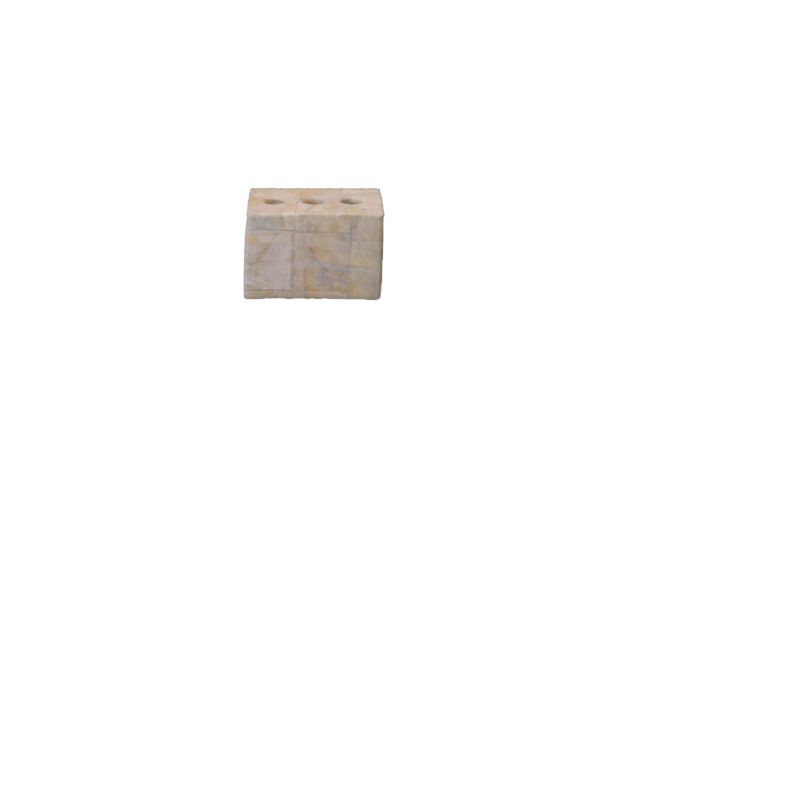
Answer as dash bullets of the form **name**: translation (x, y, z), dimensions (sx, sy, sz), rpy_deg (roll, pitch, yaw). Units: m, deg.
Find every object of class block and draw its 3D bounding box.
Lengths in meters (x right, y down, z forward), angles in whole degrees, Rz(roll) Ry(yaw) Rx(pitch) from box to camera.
- **block**: translation (-0.050, -0.090, 0.633), dimensions (0.078, 0.049, 0.055), rpy_deg (0, 24, -2)
